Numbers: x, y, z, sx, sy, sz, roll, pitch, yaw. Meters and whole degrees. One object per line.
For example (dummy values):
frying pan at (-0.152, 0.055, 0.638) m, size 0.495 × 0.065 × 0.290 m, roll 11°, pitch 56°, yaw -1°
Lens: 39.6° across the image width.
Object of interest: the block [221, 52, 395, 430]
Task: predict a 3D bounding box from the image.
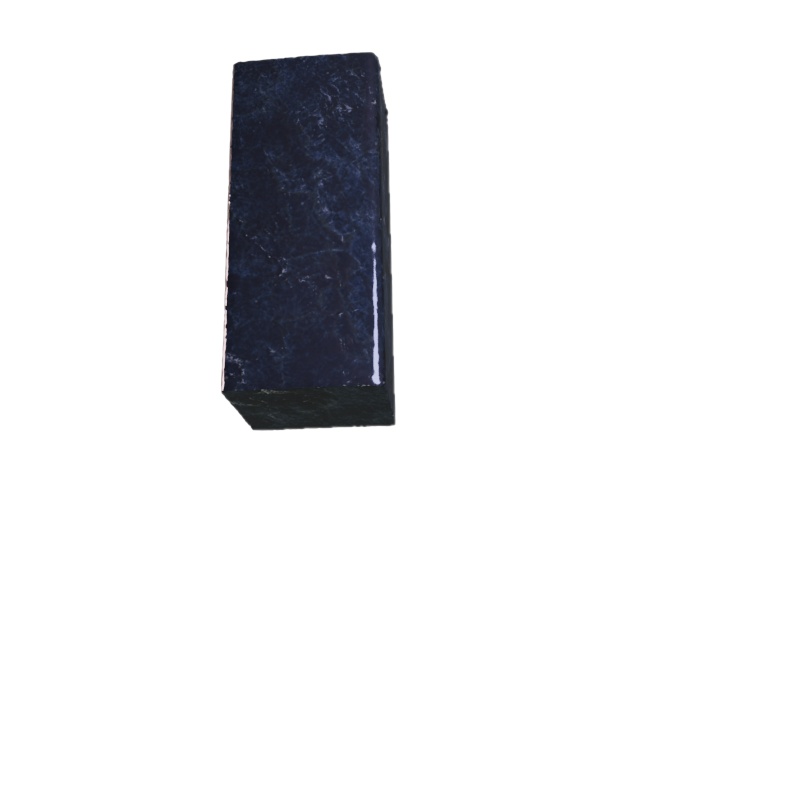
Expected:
block at (-0.051, -0.095, 0.665) m, size 0.091 × 0.217 × 0.086 m, roll -3°, pitch -21°, yaw 5°
